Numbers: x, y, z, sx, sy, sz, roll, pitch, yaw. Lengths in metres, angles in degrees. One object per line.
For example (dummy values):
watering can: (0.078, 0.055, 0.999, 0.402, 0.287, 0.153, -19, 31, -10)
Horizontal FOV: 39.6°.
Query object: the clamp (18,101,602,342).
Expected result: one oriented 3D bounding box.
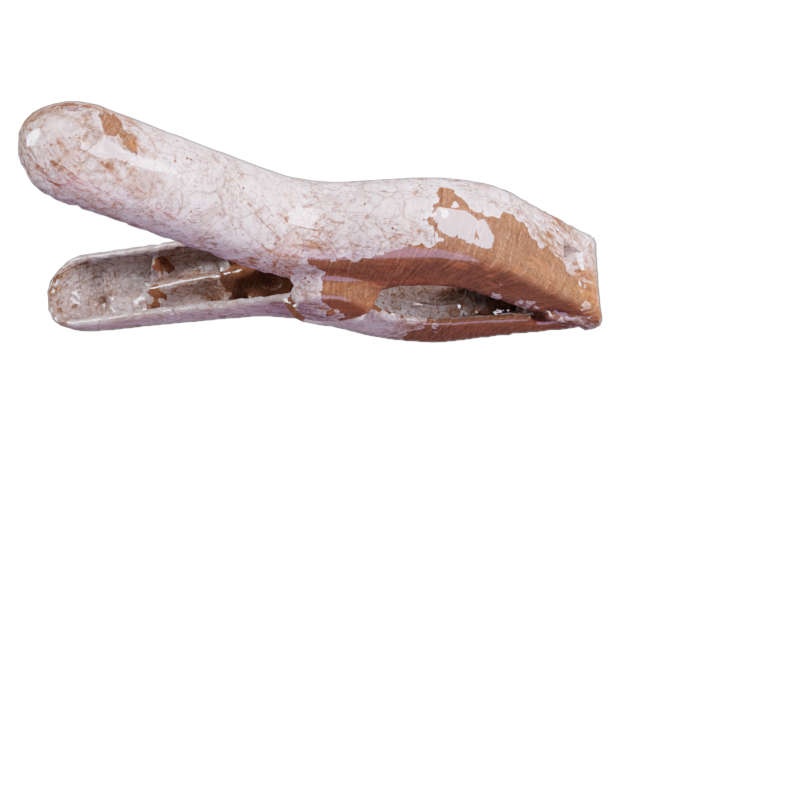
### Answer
clamp: (-0.024, -0.044, 0.310, 0.171, 0.041, 0.116, 0, -11, -1)
